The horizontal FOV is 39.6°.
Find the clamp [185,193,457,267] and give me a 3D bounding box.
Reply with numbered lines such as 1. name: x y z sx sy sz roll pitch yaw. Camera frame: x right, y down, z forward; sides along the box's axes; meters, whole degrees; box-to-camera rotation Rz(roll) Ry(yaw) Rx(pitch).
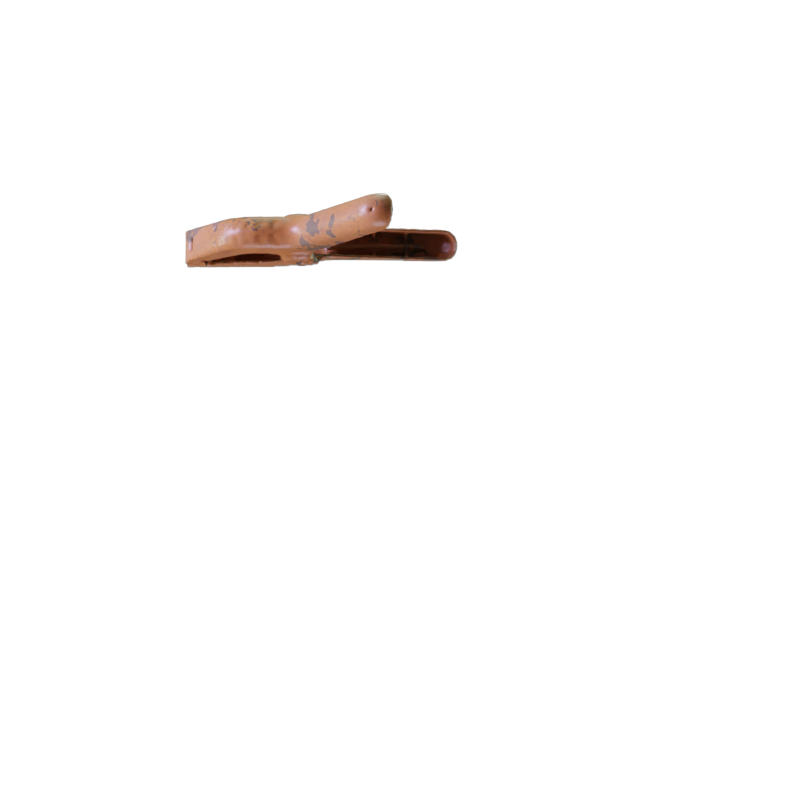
1. clamp: -0.067 -0.122 0.856 0.216 0.037 0.157 -2 -4 28
